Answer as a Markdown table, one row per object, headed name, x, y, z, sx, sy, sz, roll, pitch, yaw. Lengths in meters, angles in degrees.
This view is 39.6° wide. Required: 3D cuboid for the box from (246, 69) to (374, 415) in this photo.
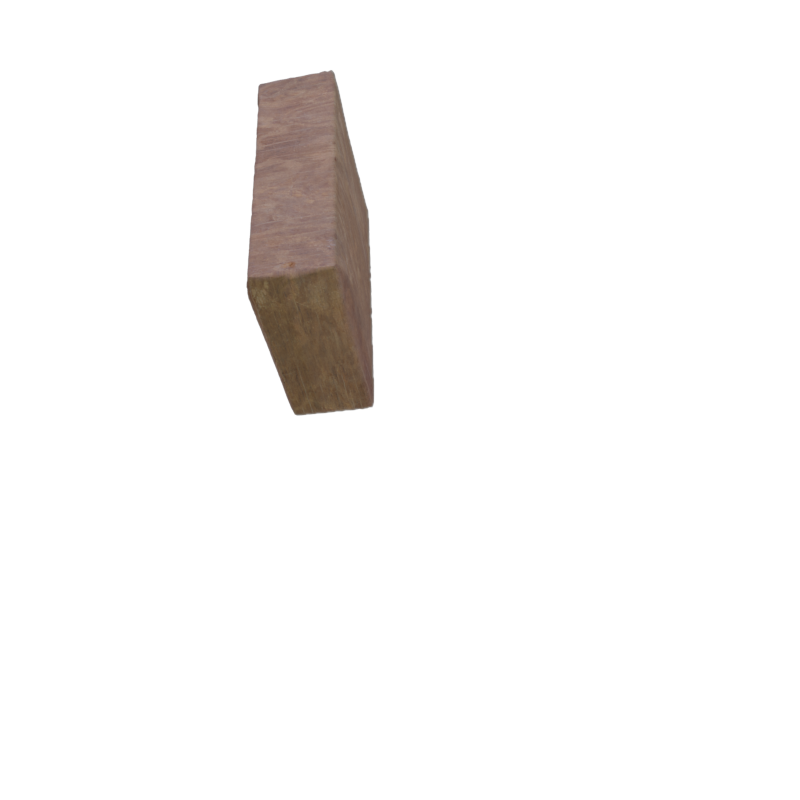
| name | x | y | z | sx | sy | sz | roll | pitch | yaw |
| --- | --- | --- | --- | --- | --- | --- | --- | --- | --- |
| box | -0.067 | -0.123 | 0.860 | 0.072 | 0.229 | 0.152 | -8 | -40 | 5 |
